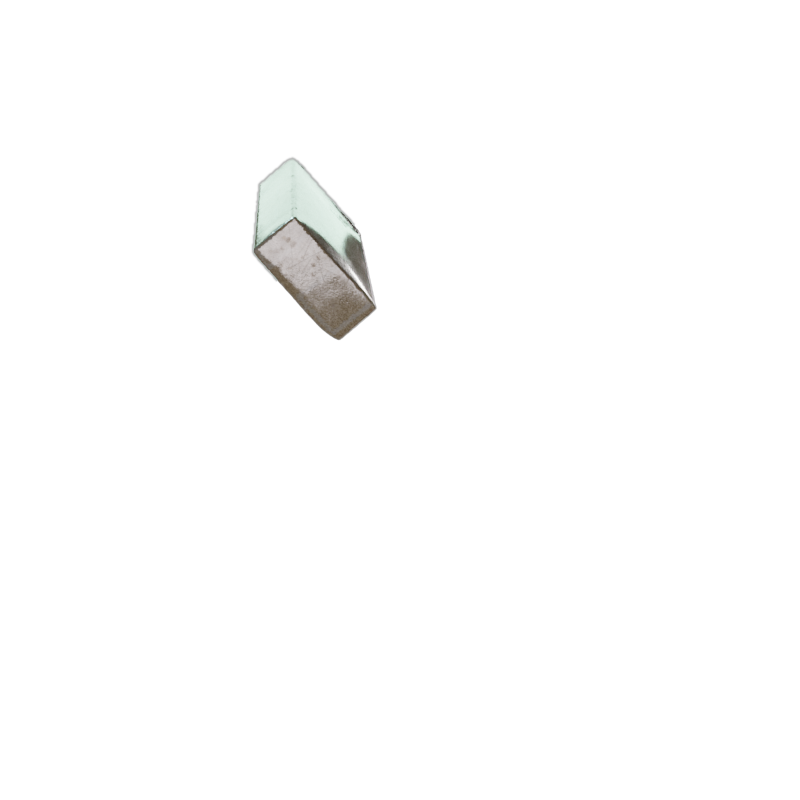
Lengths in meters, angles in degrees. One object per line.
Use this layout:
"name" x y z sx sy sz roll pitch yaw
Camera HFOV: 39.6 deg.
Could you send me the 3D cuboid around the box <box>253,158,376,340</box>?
"box" -0.067 -0.122 0.853 0.048 0.089 0.186 -38 22 14
